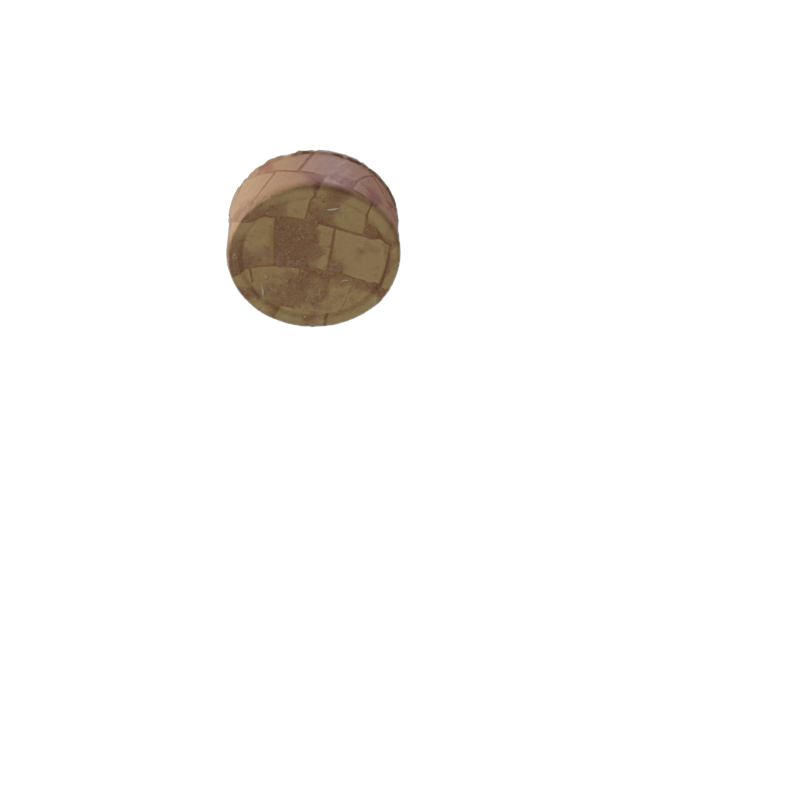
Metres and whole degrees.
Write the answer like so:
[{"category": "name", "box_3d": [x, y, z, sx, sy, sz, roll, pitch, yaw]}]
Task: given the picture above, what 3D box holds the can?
[{"category": "can", "box_3d": [-0.043, -0.078, 0.545, 0.086, 0.080, 0.036, 1, 38, -1]}]
